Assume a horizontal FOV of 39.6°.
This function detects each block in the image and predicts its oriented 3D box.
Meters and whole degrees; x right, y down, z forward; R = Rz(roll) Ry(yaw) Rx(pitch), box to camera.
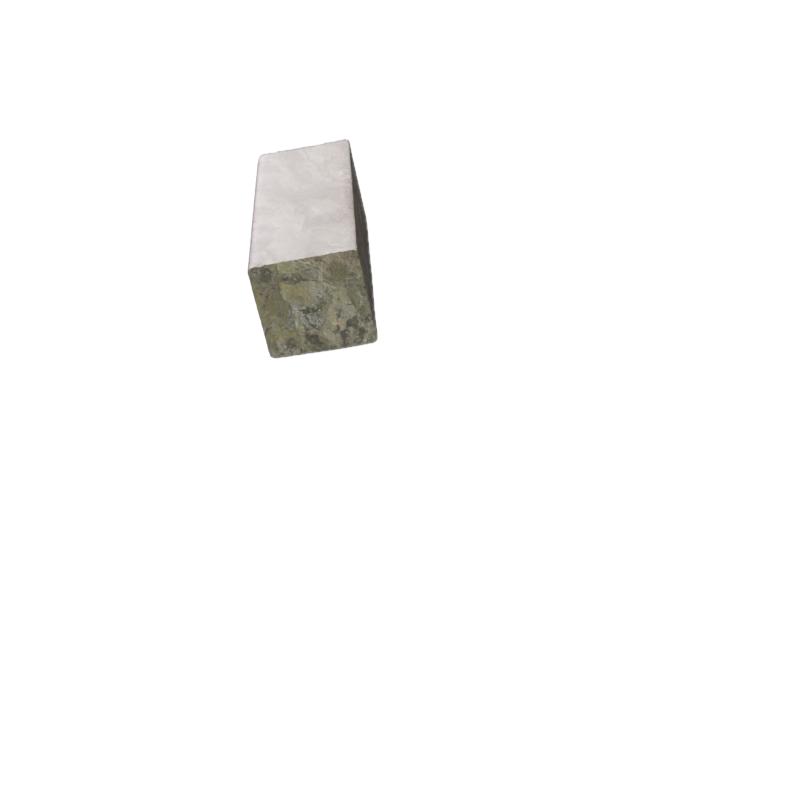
[{"bbox_3d":[-0.076,-0.137,0.959,0.090,0.084,0.220,-10,35,3],"label":"block"}]
